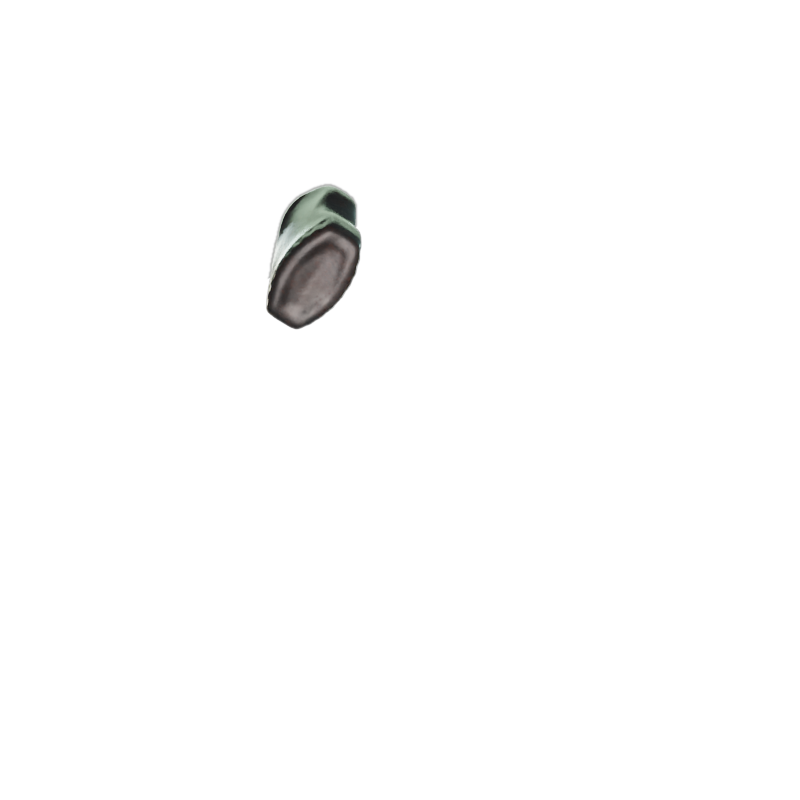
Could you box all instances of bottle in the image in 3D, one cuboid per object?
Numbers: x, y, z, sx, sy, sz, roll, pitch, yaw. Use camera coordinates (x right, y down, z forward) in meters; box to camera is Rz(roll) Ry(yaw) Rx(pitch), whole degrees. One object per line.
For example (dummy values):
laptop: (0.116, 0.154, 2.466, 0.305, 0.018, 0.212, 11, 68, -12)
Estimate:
bottle: (-0.076, -0.139, 0.977, 0.056, 0.094, 0.202, 31, 19, -17)
